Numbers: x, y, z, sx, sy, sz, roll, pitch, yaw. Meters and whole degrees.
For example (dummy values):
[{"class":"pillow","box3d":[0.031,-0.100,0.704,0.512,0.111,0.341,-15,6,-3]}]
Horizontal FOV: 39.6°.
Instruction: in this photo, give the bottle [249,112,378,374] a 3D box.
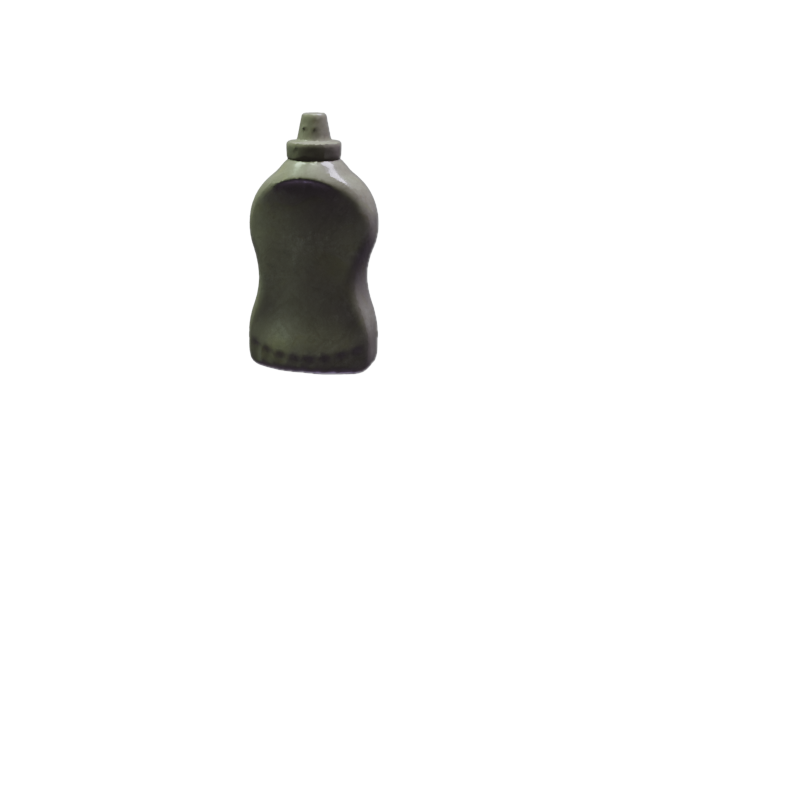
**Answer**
[{"class":"bottle","box3d":[-0.065,-0.119,0.830,0.098,0.186,0.058,5,12,17]}]
